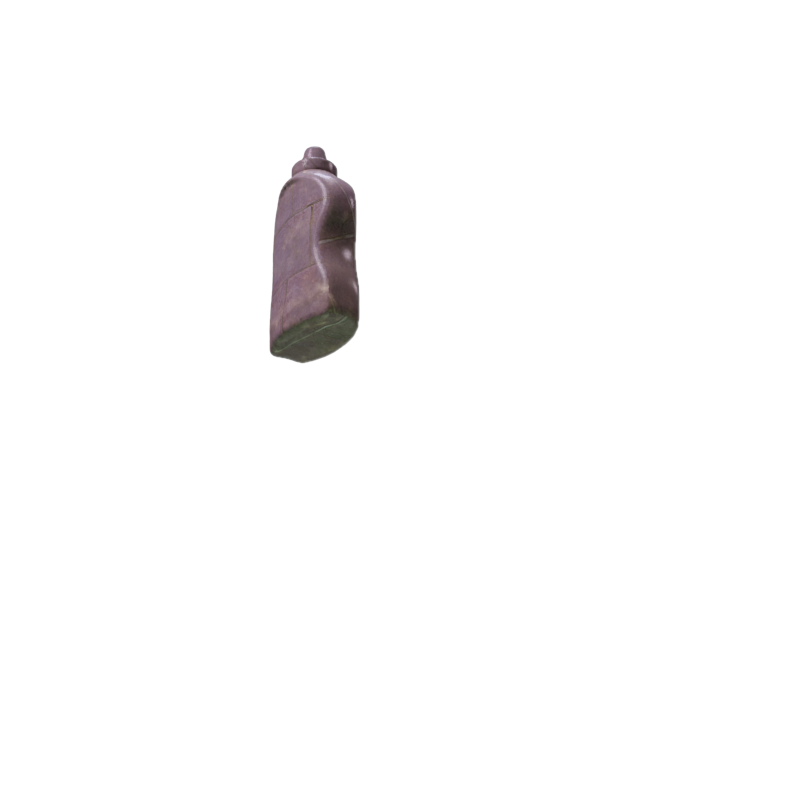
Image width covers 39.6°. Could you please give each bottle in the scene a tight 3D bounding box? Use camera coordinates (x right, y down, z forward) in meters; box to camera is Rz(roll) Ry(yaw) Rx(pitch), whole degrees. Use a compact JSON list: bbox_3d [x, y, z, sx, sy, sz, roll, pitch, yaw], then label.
[{"bbox_3d":[-0.074,-0.135,0.947,0.056,0.204,0.094,15,-33,-29],"label":"bottle"}]
